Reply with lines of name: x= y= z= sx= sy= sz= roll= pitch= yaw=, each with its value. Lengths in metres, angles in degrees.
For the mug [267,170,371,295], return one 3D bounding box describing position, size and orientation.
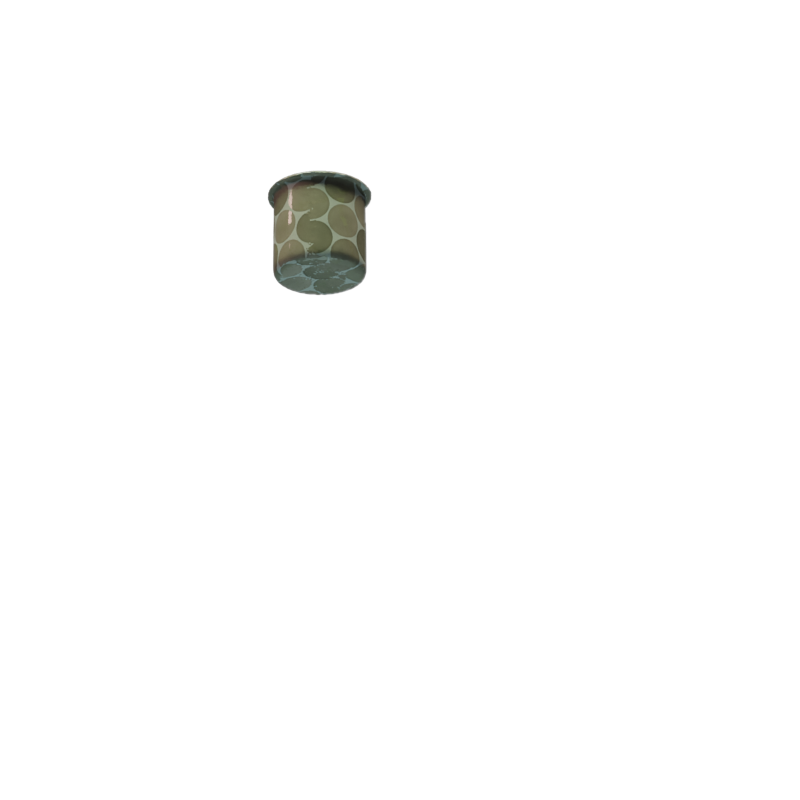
mug: x=-0.077 y=-0.141 z=0.986 sx=0.089 sy=0.086 sz=0.116 roll=12 pitch=-25 yaw=-29
